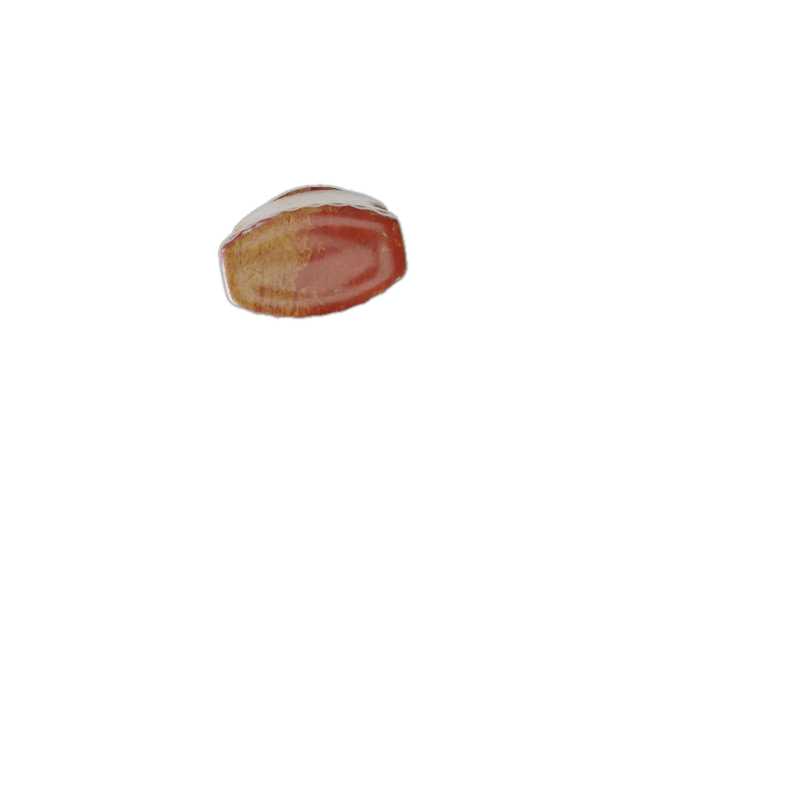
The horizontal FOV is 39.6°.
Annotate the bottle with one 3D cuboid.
[{"bbox_3d":[-0.052,-0.094,0.658,0.096,0.057,0.197,-11,14,-1],"label":"bottle"}]
